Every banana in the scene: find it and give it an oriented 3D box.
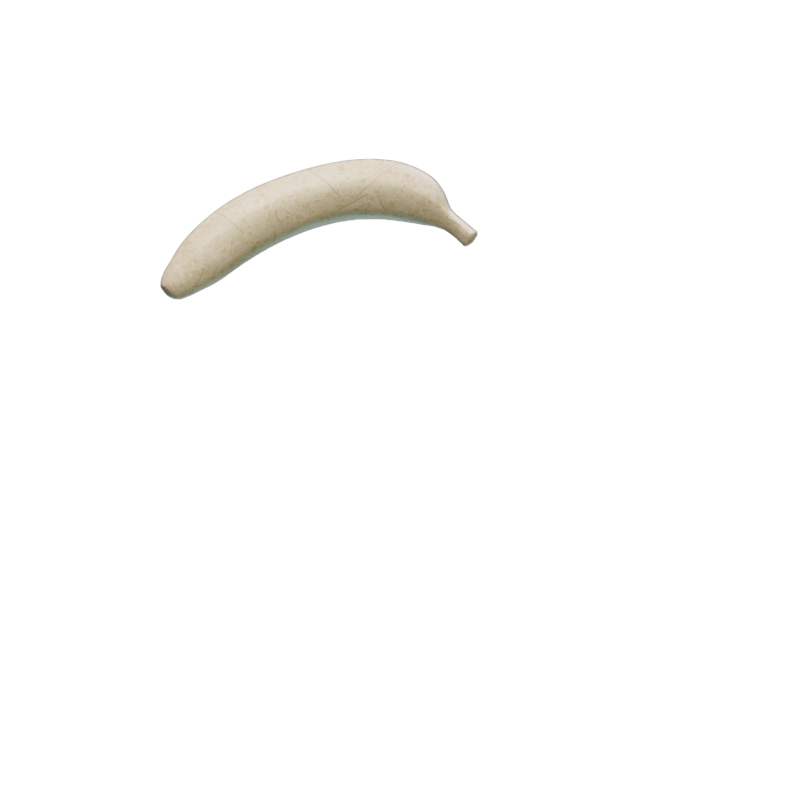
[{"bbox_3d":[-0.054,-0.112,0.683,0.196,0.075,0.034,-13,-34,-9],"label":"banana"}]
